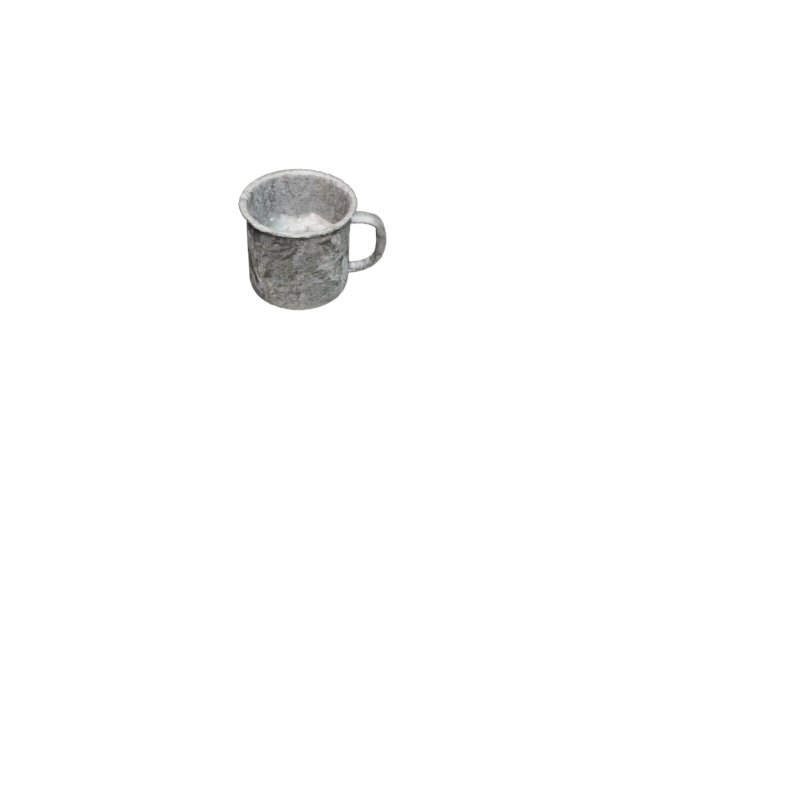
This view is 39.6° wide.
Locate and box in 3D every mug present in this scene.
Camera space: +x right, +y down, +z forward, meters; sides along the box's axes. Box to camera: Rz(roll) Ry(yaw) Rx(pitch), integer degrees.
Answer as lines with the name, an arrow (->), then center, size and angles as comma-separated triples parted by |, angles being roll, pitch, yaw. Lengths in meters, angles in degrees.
mug -> -0.070, -0.127, 0.890 | 0.117, 0.076, 0.100 | -2, 41, -3
